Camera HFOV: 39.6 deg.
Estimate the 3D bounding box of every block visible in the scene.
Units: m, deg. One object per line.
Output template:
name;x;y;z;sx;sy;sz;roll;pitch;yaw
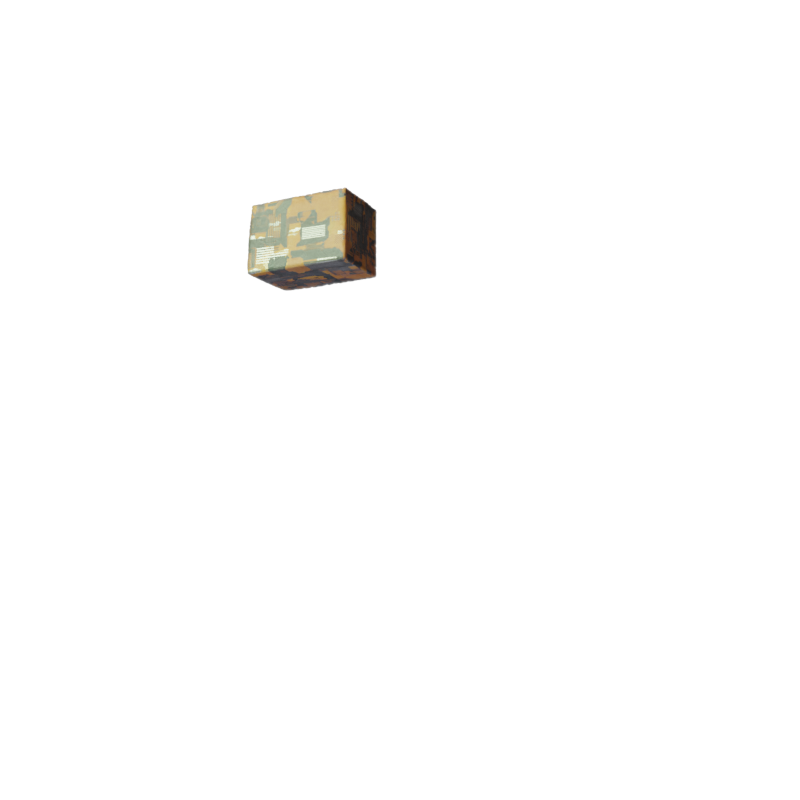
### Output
block;-0.061;-0.112;0.785;0.080;0.053;0.050;-7;-16;25
